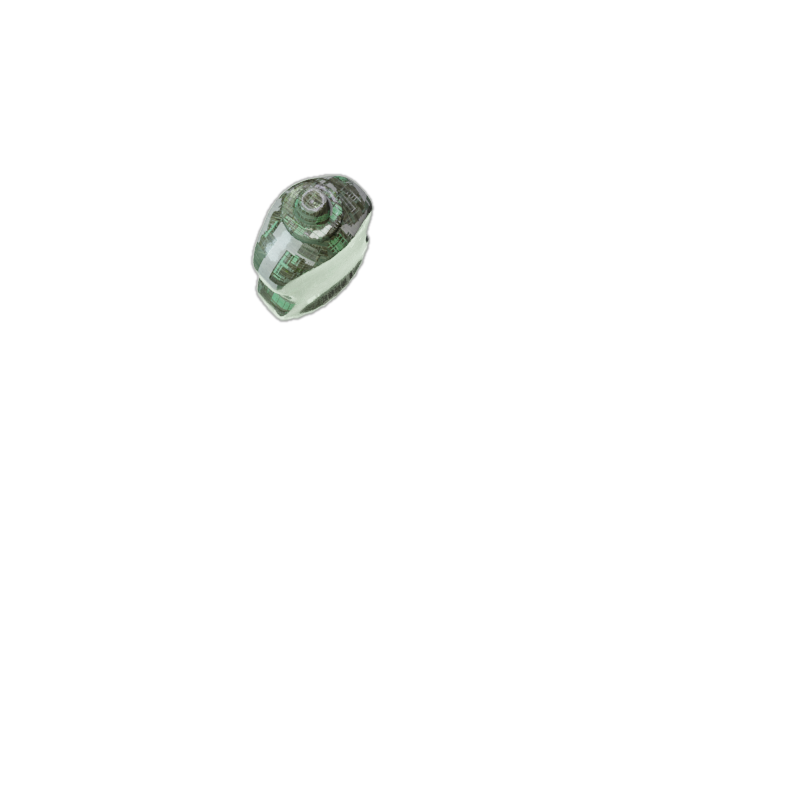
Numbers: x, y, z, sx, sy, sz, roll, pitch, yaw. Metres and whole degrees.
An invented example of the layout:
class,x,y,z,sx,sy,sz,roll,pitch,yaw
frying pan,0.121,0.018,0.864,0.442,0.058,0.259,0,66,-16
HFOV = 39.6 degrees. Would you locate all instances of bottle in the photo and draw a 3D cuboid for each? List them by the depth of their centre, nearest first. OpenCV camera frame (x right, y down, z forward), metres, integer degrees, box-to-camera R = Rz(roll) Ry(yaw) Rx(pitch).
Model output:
class,x,y,z,sx,sy,sz,roll,pitch,yaw
bottle,-0.063,-0.115,0.802,0.096,0.060,0.187,-40,-4,-9
